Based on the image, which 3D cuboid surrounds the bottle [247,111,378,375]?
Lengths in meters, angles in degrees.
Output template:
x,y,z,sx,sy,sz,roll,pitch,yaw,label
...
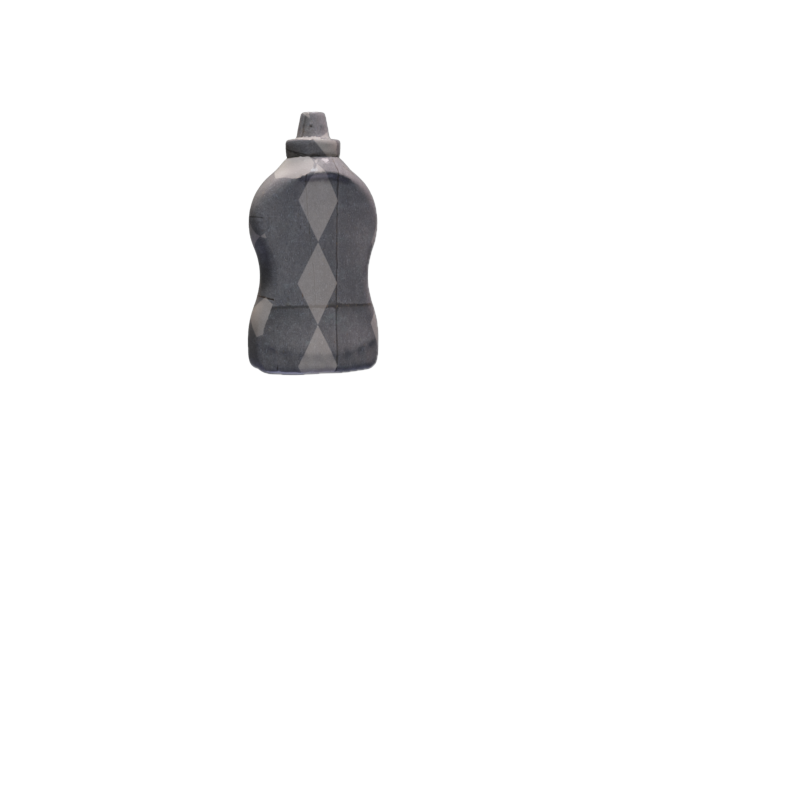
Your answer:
x,y,z,sx,sy,sz,roll,pitch,yaw,label
-0.065,-0.118,0.825,0.094,0.190,0.060,-1,3,-18,bottle
